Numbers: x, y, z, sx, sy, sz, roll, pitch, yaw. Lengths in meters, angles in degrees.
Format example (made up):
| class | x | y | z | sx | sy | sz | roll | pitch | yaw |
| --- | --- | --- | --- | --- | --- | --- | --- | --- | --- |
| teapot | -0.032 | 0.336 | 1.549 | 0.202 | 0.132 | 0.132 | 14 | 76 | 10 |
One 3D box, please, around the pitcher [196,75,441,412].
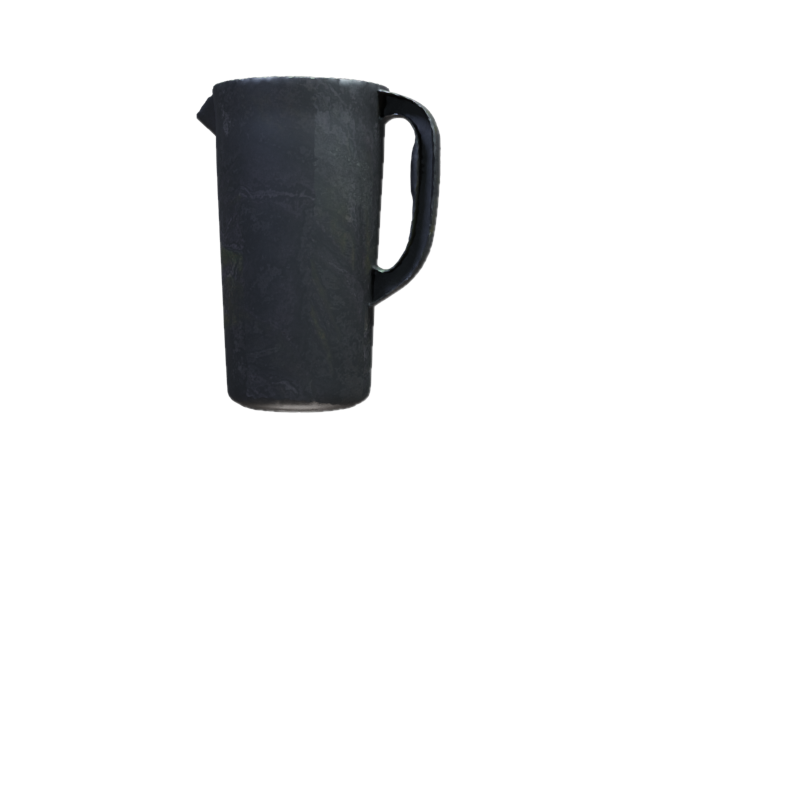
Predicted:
| class | x | y | z | sx | sy | sz | roll | pitch | yaw |
| --- | --- | --- | --- | --- | --- | --- | --- | --- | --- |
| pitcher | -0.065 | -0.118 | 0.826 | 0.140 | 0.242 | 0.155 | -1 | 3 | -30 |
